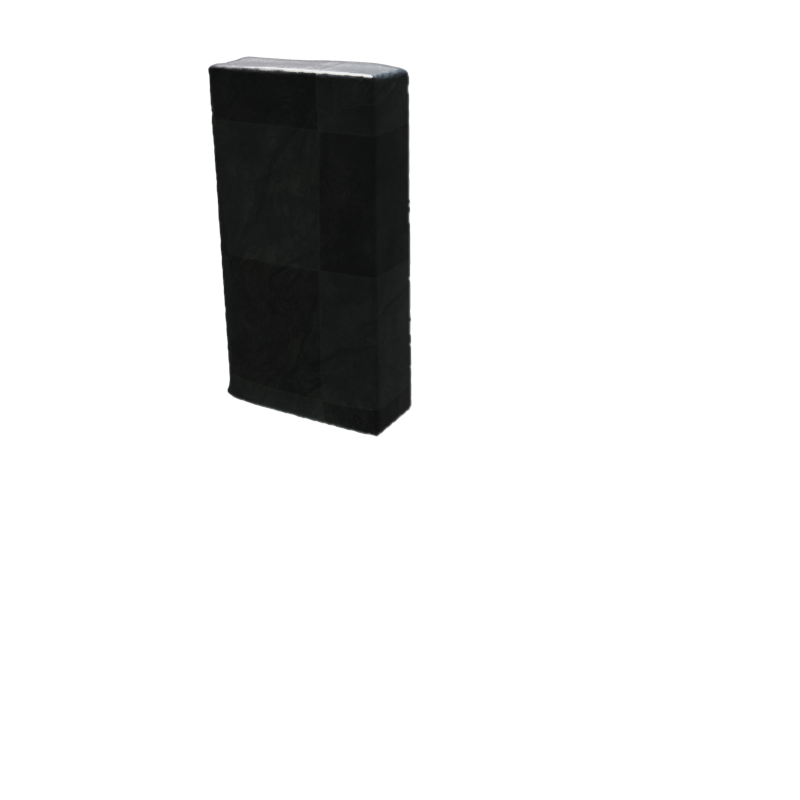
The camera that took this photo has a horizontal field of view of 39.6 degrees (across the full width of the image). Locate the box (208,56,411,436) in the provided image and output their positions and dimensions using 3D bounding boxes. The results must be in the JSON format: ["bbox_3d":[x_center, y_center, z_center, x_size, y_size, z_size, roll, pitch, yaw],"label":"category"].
[{"bbox_3d":[-0.043,-0.078,0.548,0.098,0.170,0.048,11,20,29],"label":"box"}]
